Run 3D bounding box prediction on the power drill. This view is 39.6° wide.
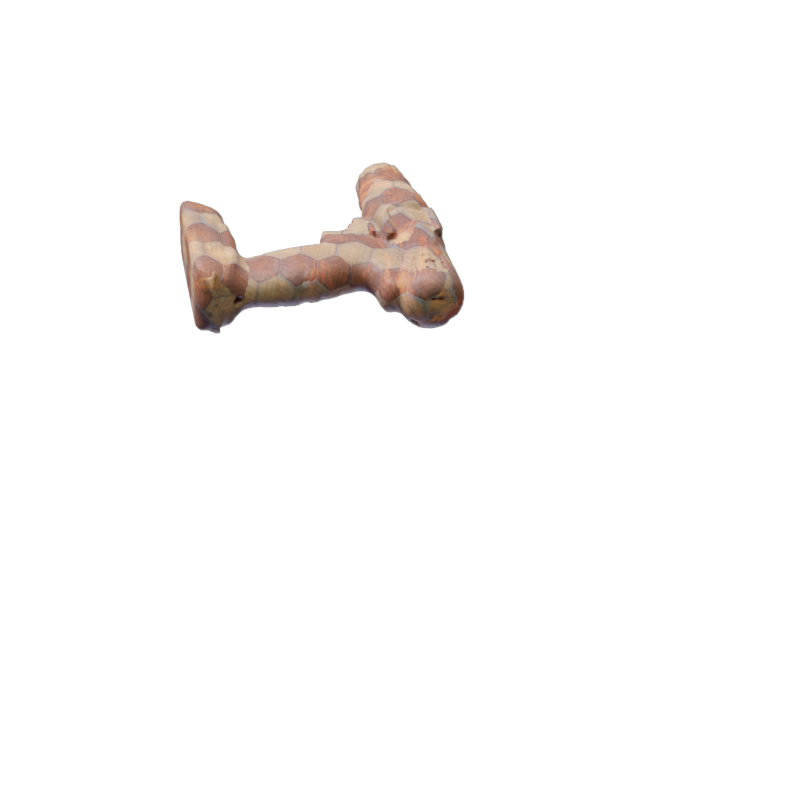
[{"bbox_3d":[-0.063,-0.114,0.801,0.186,0.054,0.199,-7,37,-10],"label":"power drill"}]
